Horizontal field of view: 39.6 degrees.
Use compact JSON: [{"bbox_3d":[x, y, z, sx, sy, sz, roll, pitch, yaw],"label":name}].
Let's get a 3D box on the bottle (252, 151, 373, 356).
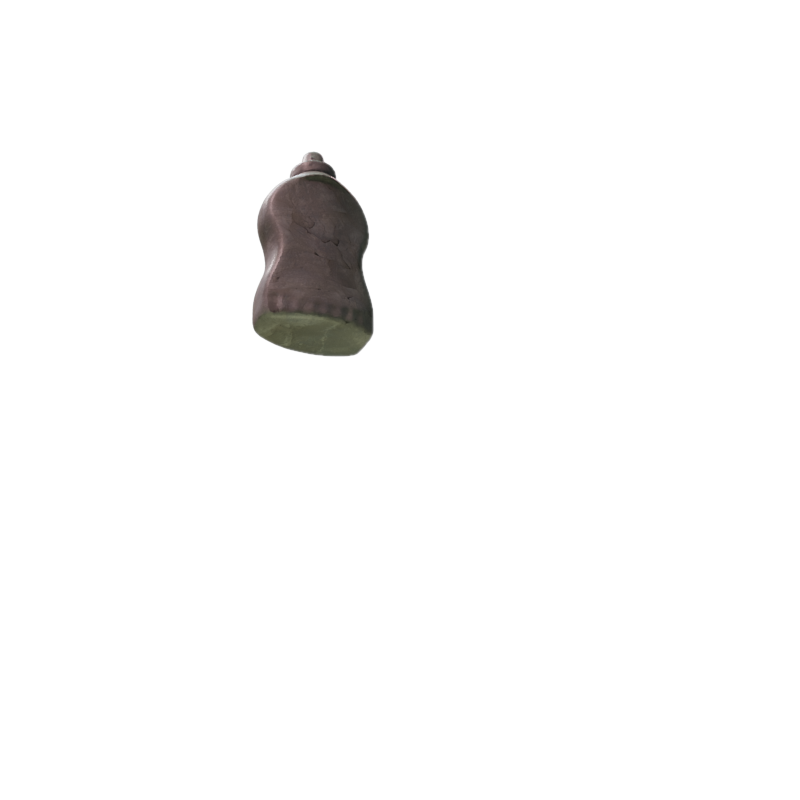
[{"bbox_3d":[-0.073,-0.133,0.934,0.093,0.205,0.056,10,-37,-18],"label":"bottle"}]
